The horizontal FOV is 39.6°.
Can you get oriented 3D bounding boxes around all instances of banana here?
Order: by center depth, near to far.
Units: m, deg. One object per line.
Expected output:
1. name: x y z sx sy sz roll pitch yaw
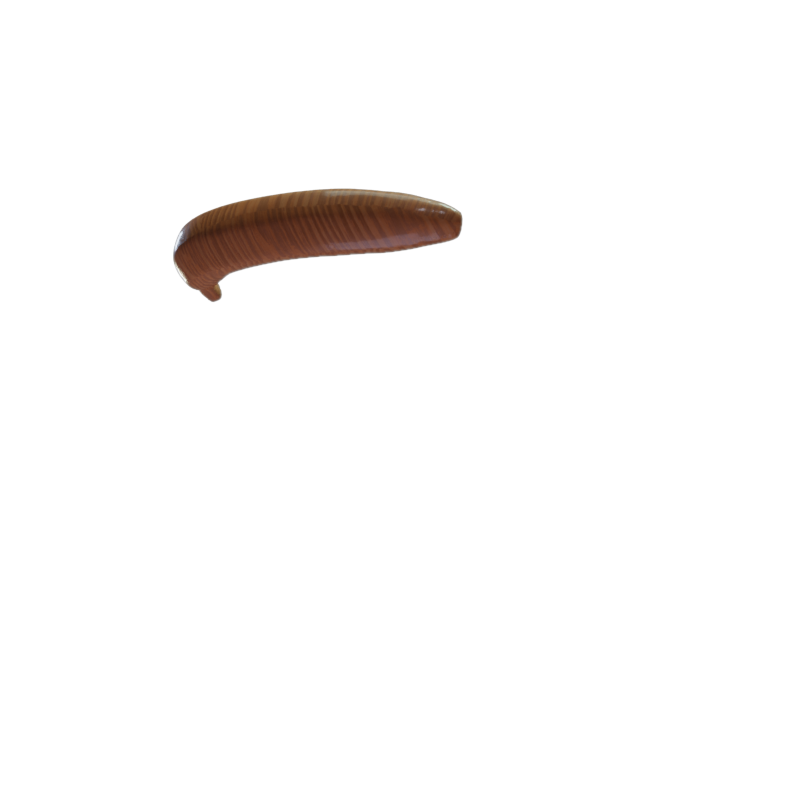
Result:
1. banana: -0.063 -0.088 0.597 0.203 0.038 0.066 -6 -10 42
